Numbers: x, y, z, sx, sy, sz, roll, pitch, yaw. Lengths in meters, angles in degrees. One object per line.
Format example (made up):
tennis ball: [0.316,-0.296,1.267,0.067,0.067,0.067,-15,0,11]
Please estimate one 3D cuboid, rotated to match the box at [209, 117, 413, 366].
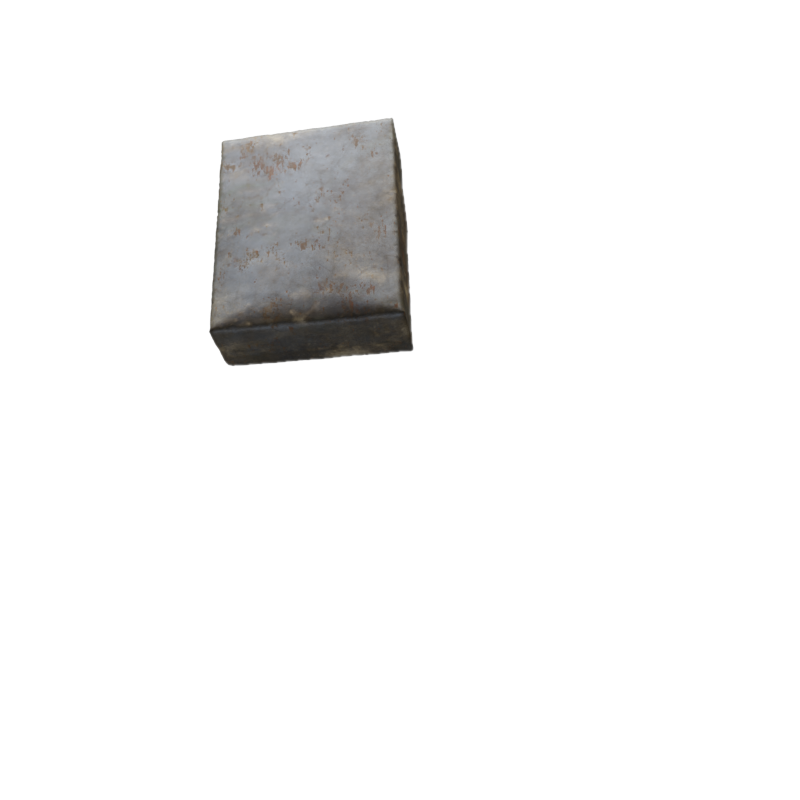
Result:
box: [-0.077,-0.140,0.982,0.165,0.229,0.066,-7,-34,7]
